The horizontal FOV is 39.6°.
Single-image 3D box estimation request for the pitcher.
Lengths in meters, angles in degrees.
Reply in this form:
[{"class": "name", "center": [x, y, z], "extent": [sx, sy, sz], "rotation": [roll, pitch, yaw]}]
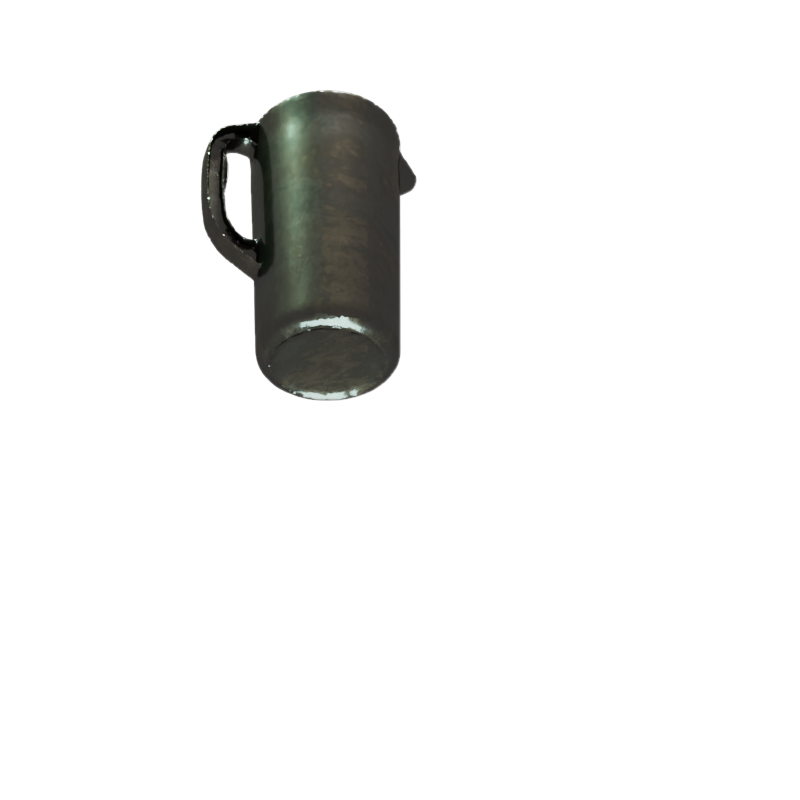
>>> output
[{"class": "pitcher", "center": [-0.070, -0.127, 0.892], "extent": [0.150, 0.261, 0.134], "rotation": [-17, -42, 16]}]
